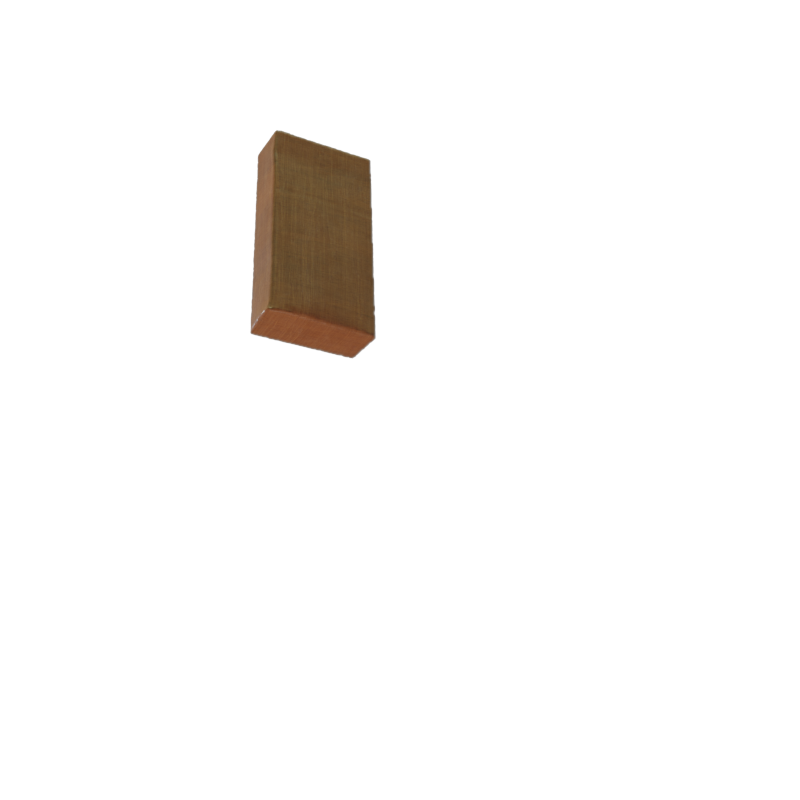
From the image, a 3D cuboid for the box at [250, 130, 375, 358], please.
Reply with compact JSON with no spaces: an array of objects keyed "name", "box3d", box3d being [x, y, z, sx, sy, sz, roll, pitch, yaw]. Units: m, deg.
[{"name":"box","box3d":[-0.070,-0.128,0.900,0.090,0.188,0.047,14,-37,-23]}]
